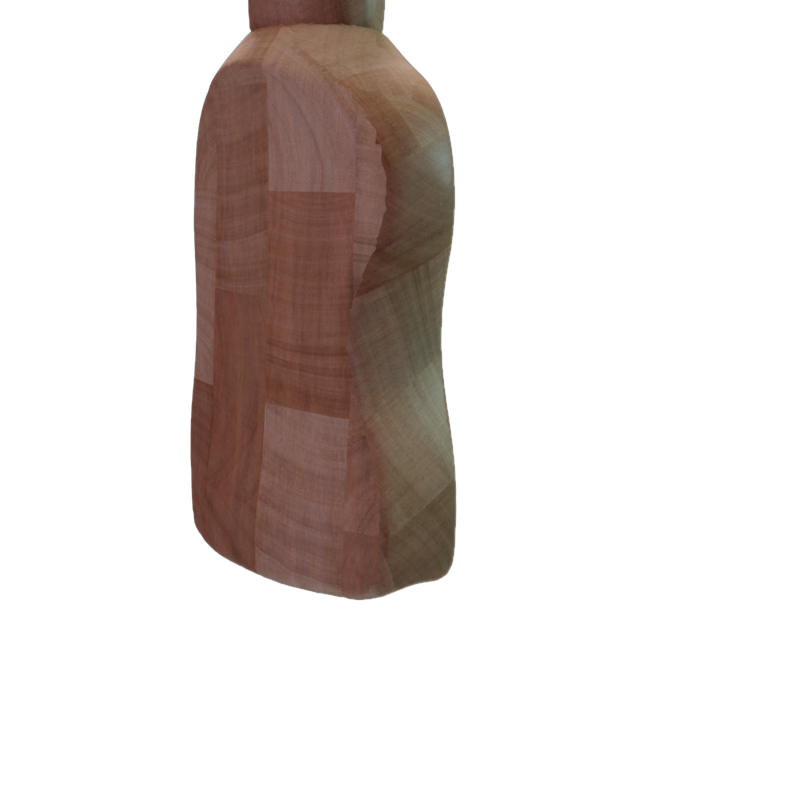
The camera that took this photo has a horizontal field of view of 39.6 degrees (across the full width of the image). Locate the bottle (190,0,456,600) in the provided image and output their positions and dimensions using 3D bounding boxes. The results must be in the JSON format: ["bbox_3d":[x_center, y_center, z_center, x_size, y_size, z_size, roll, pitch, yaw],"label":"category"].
[{"bbox_3d":[-0.026,-0.048,0.334,0.056,0.190,0.100,-3,6,-38],"label":"bottle"}]
